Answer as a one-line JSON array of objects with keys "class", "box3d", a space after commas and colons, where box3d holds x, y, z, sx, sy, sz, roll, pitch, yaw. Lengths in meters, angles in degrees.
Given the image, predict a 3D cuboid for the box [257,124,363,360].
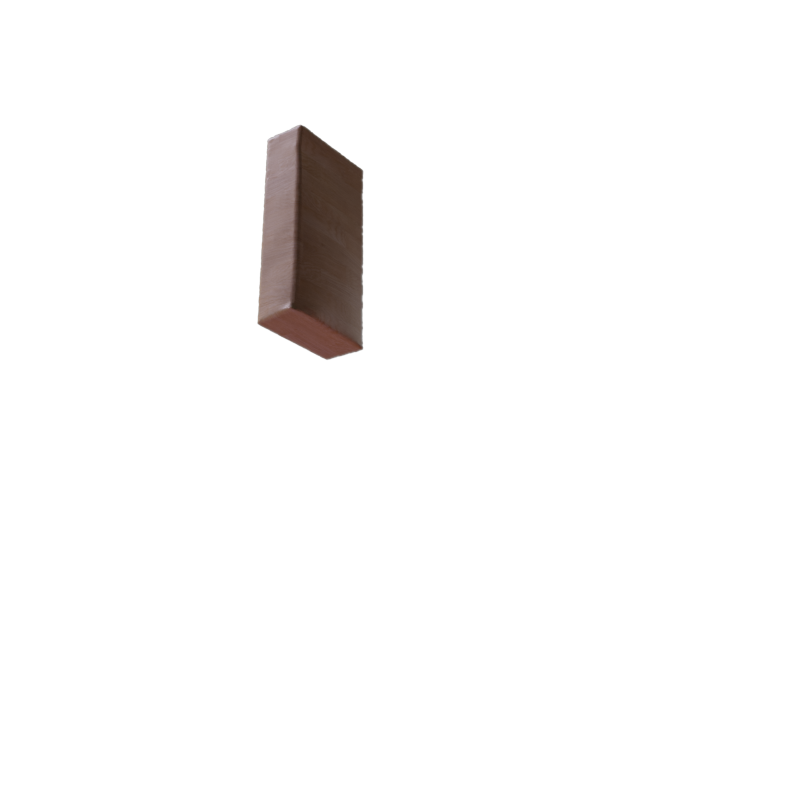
[{"class": "box", "box3d": [-0.073, -0.133, 0.931, 0.048, 0.187, 0.087, -21, -34, 31]}]
